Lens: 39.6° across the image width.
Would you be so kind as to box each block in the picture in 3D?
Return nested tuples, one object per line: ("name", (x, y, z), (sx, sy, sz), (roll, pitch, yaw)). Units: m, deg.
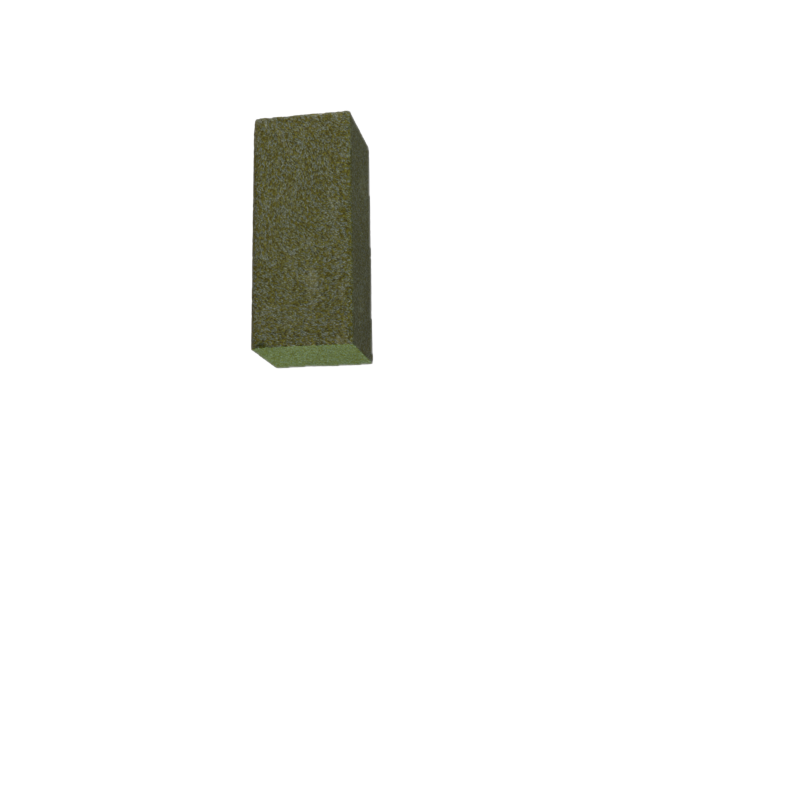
("block", (-0.077, -0.139, 0.976), (0.091, 0.214, 0.086), (-4, -16, 10))
